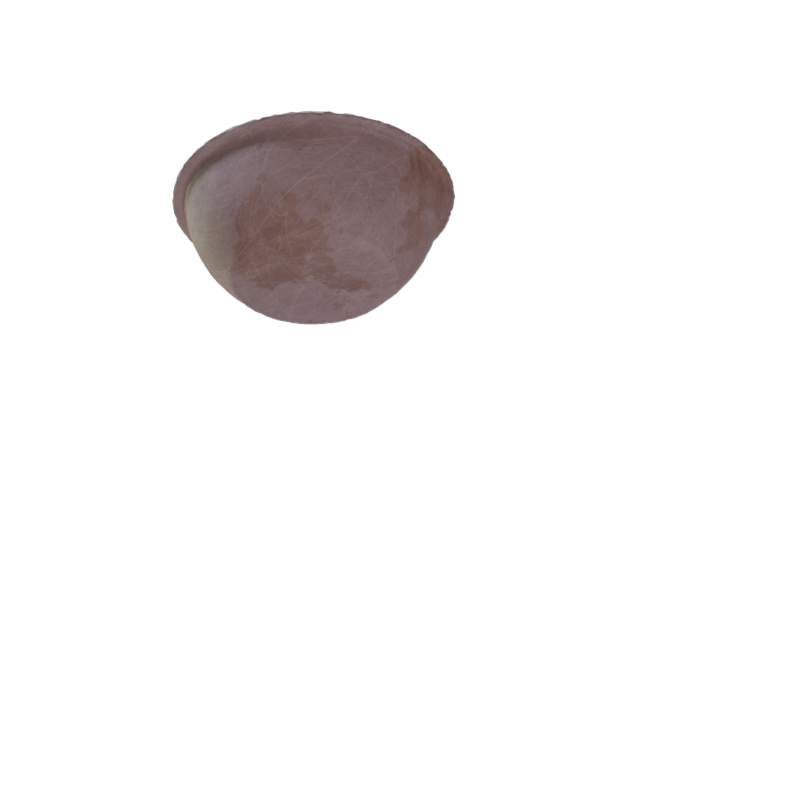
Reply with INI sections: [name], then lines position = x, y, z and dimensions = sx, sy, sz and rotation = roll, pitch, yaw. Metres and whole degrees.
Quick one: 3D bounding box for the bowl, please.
[bowl]
position = -0.049, -0.089, 0.623
dimensions = 0.162, 0.059, 0.152
rotation = 1, -30, -2
